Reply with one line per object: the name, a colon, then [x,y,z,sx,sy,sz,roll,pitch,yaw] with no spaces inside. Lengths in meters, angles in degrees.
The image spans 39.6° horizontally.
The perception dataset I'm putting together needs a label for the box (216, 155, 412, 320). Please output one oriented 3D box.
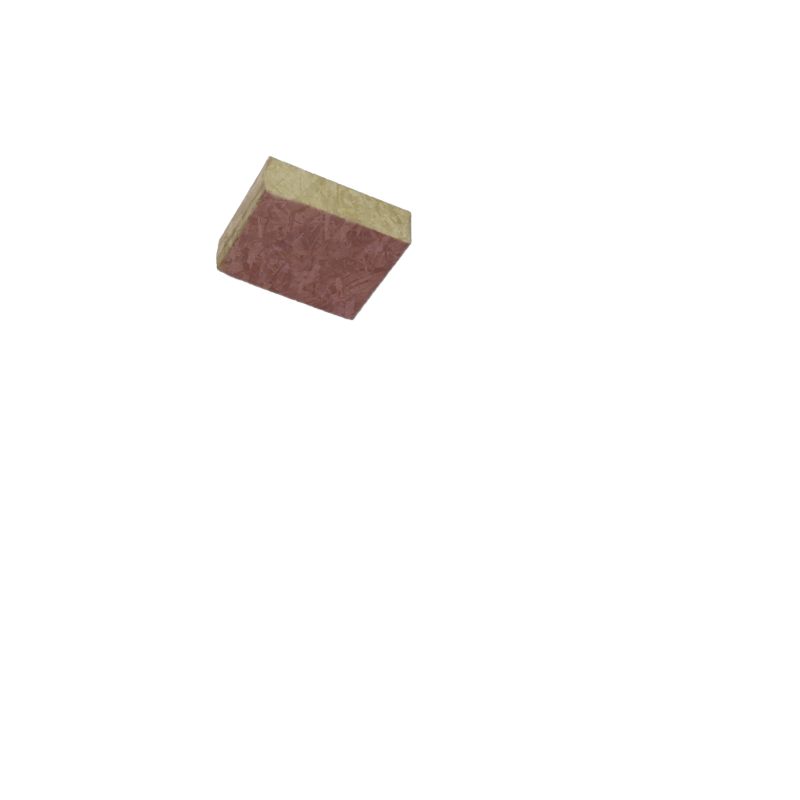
box: [-0.061,-0.111,0.776,0.109,0.042,0.087,19,-46,-20]
